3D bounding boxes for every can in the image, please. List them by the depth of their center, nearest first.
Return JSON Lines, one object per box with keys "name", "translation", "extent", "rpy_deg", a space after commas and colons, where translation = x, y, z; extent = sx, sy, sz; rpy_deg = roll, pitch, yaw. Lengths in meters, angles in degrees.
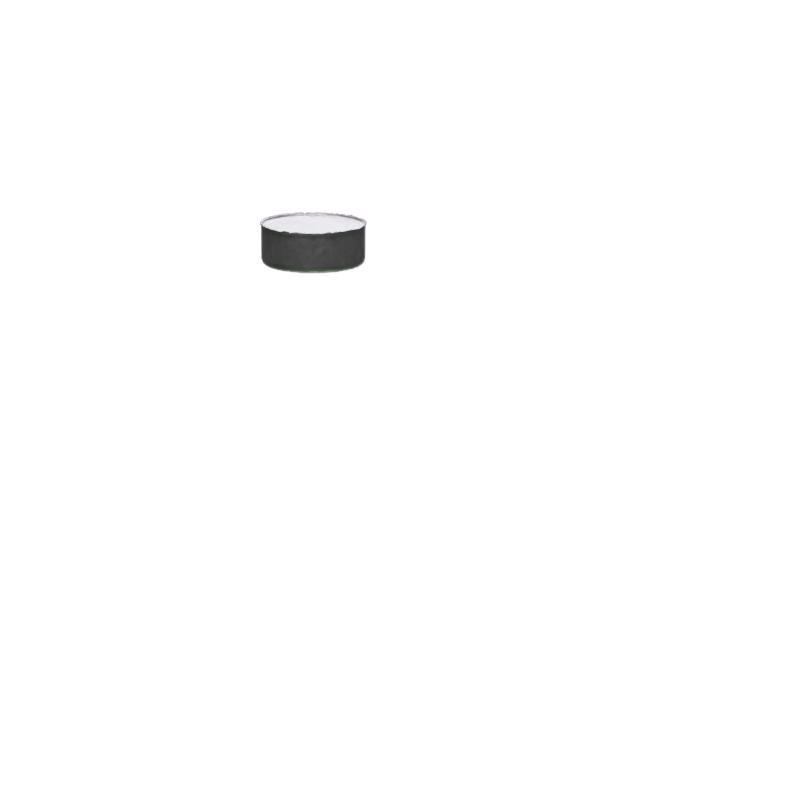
{"name": "can", "translation": [-0.070, -0.128, 0.895], "extent": [0.086, 0.032, 0.089], "rpy_deg": [-1, 19, -2]}
